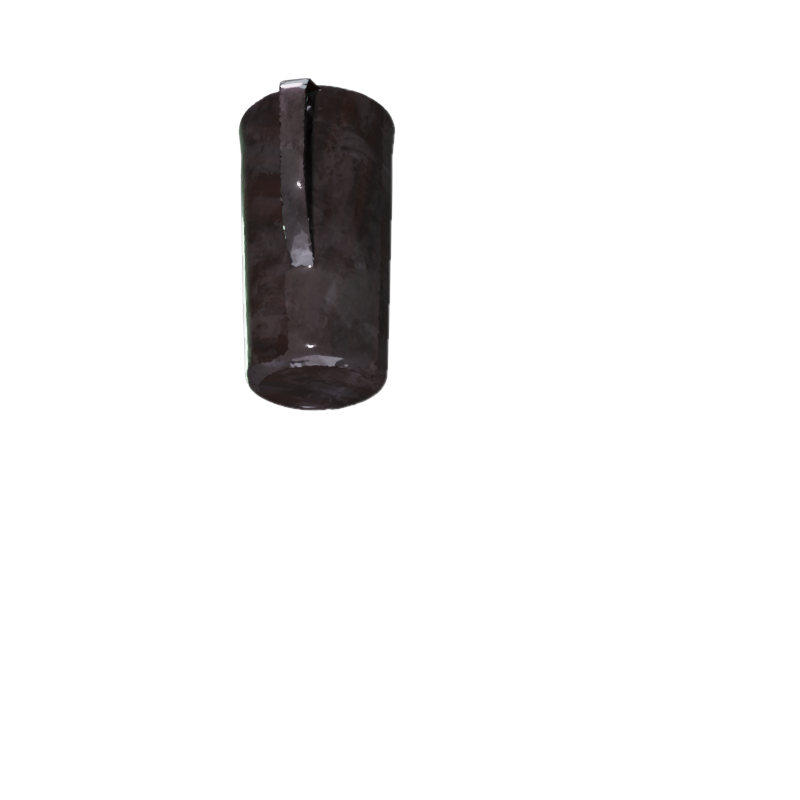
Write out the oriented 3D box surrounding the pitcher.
[{"bbox_3d":[-0.069,-0.126,0.882,0.141,0.258,0.144,19,-34,-34],"label":"pitcher"}]
